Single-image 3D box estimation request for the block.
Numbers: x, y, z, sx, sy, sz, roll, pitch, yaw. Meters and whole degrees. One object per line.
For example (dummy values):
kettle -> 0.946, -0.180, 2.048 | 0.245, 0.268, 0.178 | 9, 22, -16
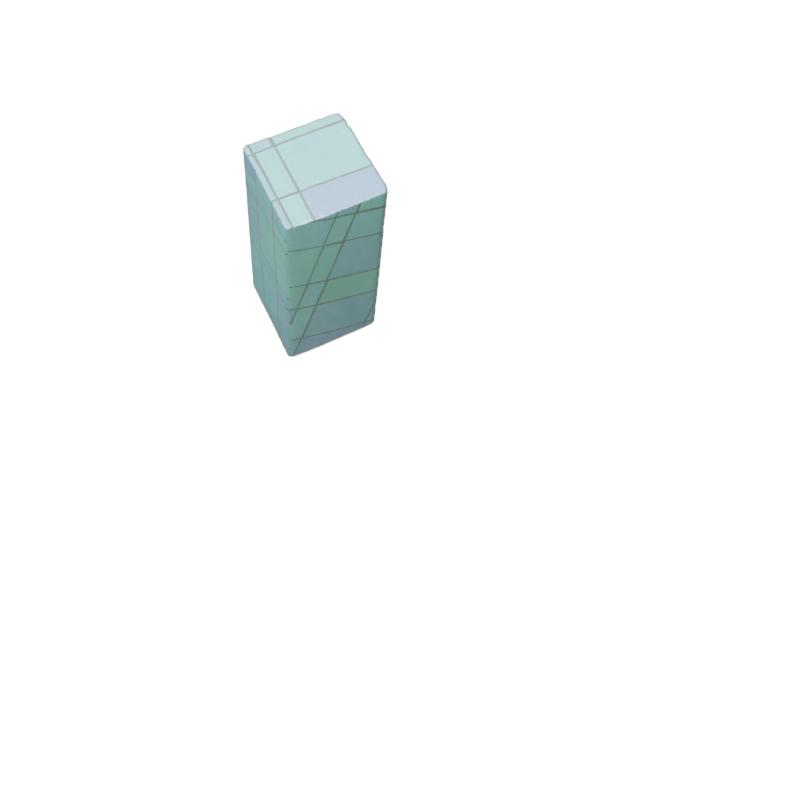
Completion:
block -> -0.074, -0.136, 0.953 | 0.090, 0.097, 0.194 | -22, -25, -15
